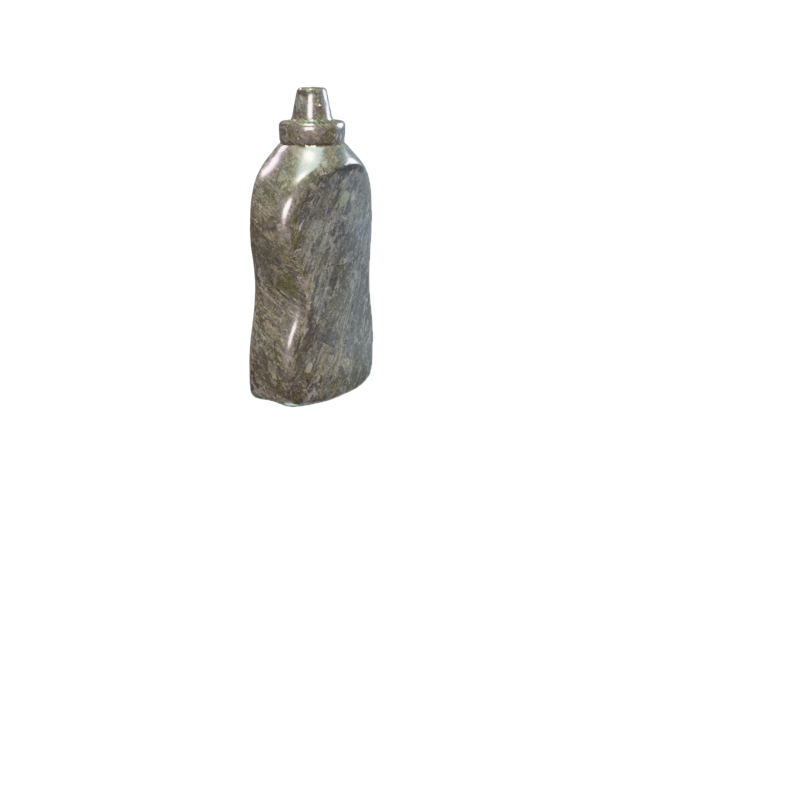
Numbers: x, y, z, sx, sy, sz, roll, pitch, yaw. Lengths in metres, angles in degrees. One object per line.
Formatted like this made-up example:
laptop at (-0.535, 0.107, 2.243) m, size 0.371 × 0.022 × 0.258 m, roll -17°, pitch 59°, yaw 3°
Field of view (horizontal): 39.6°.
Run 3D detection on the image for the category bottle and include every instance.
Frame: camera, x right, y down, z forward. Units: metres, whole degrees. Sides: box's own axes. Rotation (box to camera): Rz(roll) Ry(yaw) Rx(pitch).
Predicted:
bottle at (-0.055, -0.099, 0.695) m, size 0.061 × 0.186 × 0.094 m, roll 10°, pitch 16°, yaw 35°
